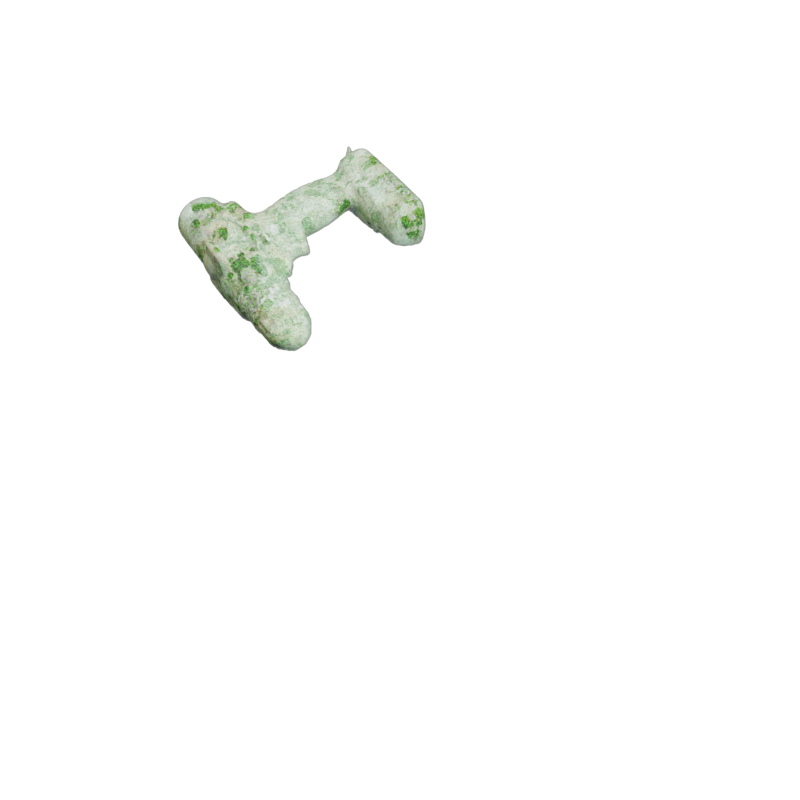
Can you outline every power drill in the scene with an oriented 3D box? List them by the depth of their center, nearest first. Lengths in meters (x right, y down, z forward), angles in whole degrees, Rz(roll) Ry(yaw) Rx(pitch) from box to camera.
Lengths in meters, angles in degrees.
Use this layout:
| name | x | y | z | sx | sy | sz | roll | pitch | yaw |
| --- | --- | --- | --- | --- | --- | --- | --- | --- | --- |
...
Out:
| name | x | y | z | sx | sy | sz | roll | pitch | yaw |
| --- | --- | --- | --- | --- | --- | --- | --- | --- | --- |
| power drill | -0.074 | -0.135 | 0.948 | 0.187 | 0.053 | 0.199 | -25 | 53 | -22 |
